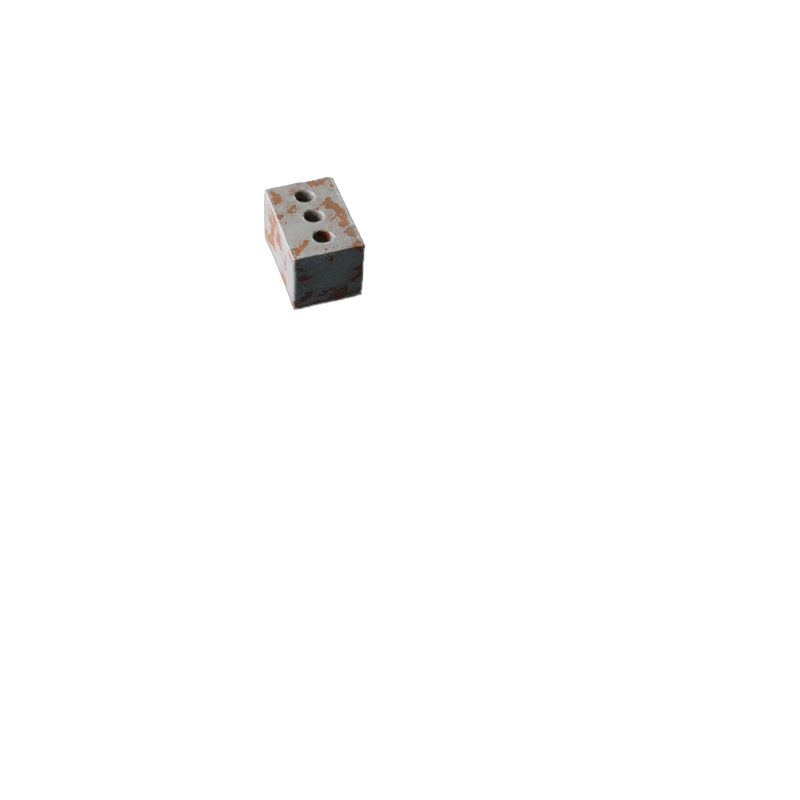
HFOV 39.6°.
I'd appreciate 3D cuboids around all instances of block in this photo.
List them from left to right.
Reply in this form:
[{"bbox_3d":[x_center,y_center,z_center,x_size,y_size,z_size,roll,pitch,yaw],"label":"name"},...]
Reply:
[{"bbox_3d":[-0.061,-0.112,0.783,0.052,0.084,0.048,-13,-41,-14],"label":"block"}]
